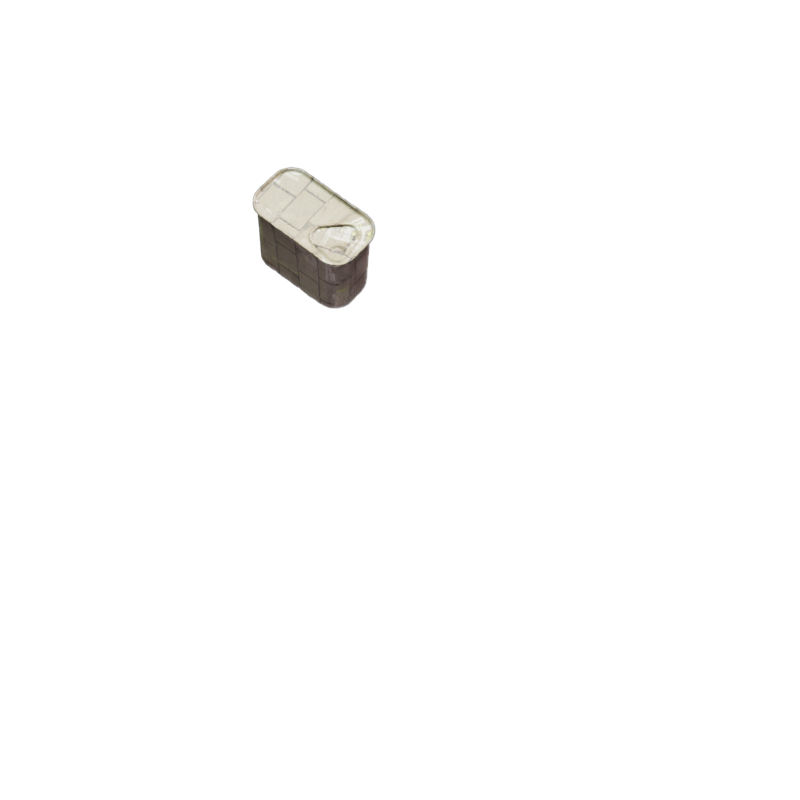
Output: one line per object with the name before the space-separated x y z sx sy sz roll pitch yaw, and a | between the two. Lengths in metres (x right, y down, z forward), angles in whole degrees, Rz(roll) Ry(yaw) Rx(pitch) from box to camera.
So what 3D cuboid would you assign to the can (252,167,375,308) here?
can | -0.072 -0.132 0.926 0.107 0.058 0.079 37 -23 17
